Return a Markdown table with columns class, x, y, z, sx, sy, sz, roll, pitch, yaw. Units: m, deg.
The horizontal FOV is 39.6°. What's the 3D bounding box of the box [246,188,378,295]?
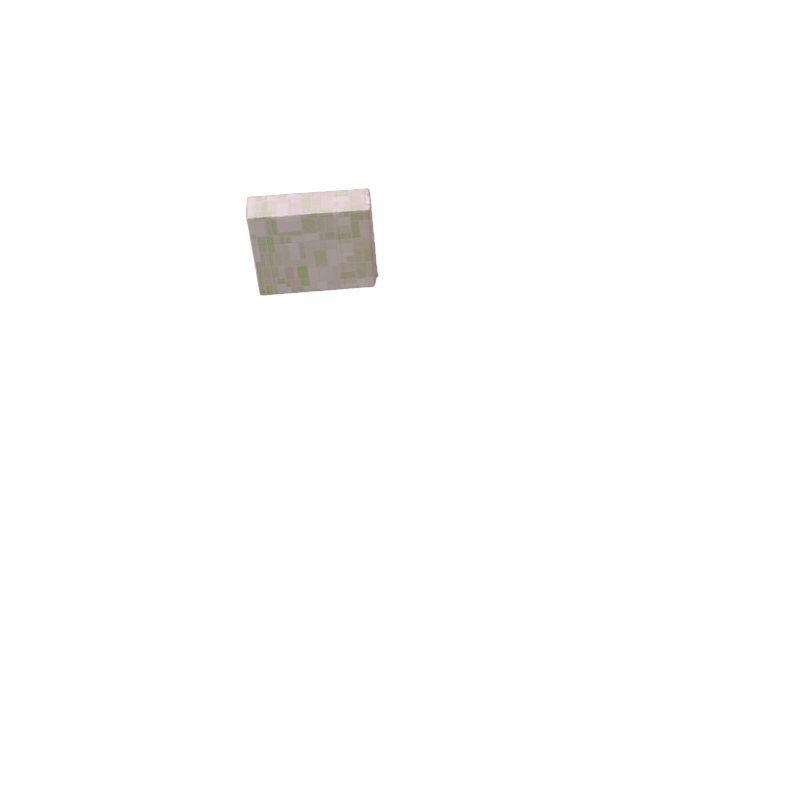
| class | x | y | z | sx | sy | sz | roll | pitch | yaw |
| --- | --- | --- | --- | --- | --- | --- | --- | --- | --- |
| box | -0.063 | -0.115 | 0.803 | 0.090 | 0.068 | 0.032 | -4 | 42 | 3 |
